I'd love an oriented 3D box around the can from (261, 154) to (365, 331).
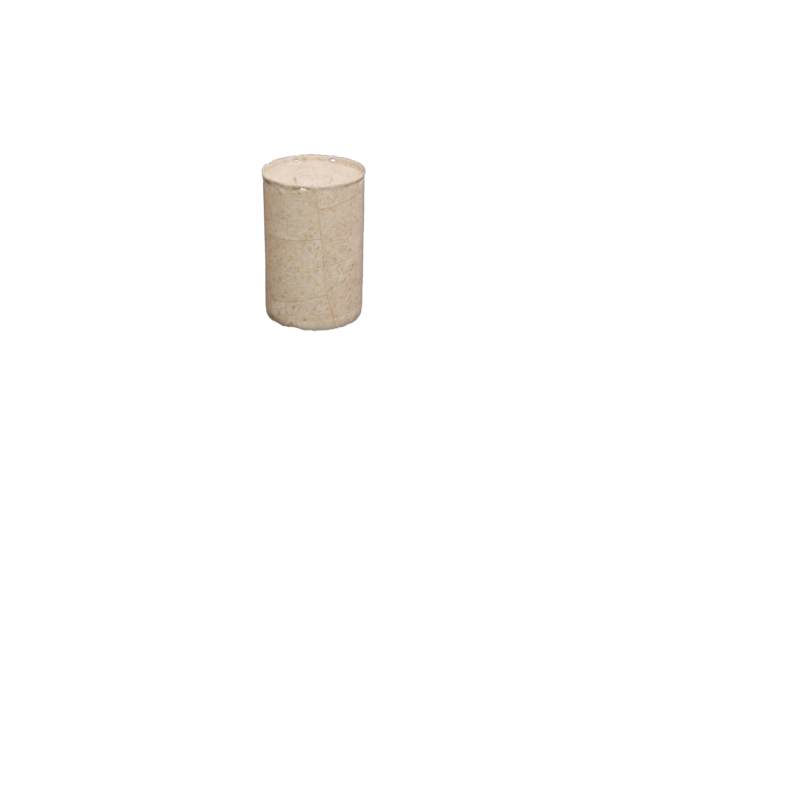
[{"bbox_3d":[-0.058,-0.106,0.739,0.068,0.097,0.072,0,24,-2],"label":"can"}]
